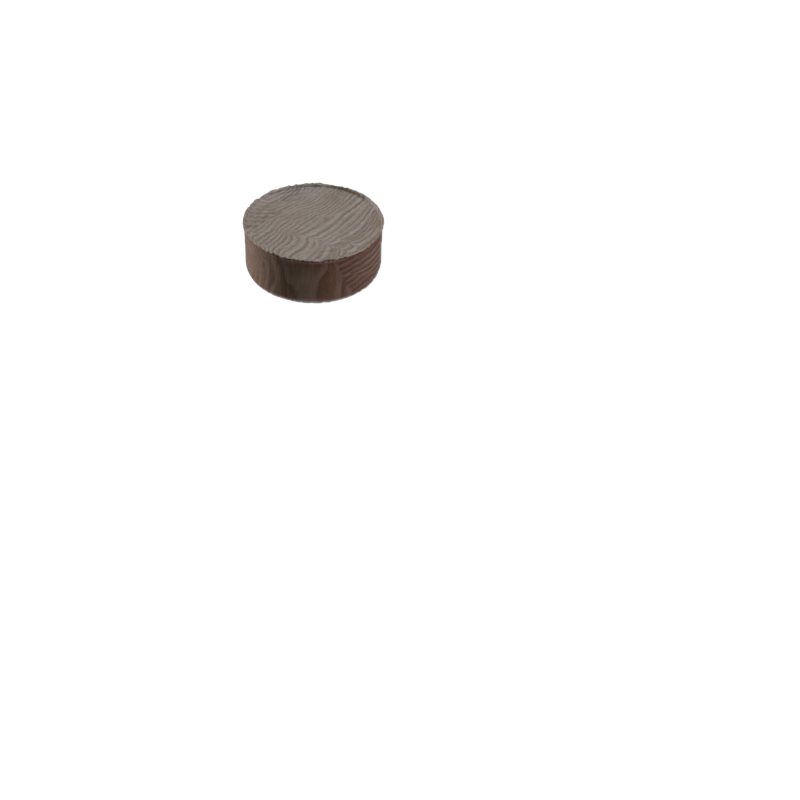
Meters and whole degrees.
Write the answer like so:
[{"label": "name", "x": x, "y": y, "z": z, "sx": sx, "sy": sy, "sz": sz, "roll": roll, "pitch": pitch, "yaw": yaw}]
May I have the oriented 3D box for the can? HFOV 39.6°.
[{"label": "can", "x": -0.053, "y": -0.097, "z": 0.681, "sx": 0.086, "sy": 0.031, "sz": 0.092, "roll": -1, "pitch": 40, "yaw": -2}]
